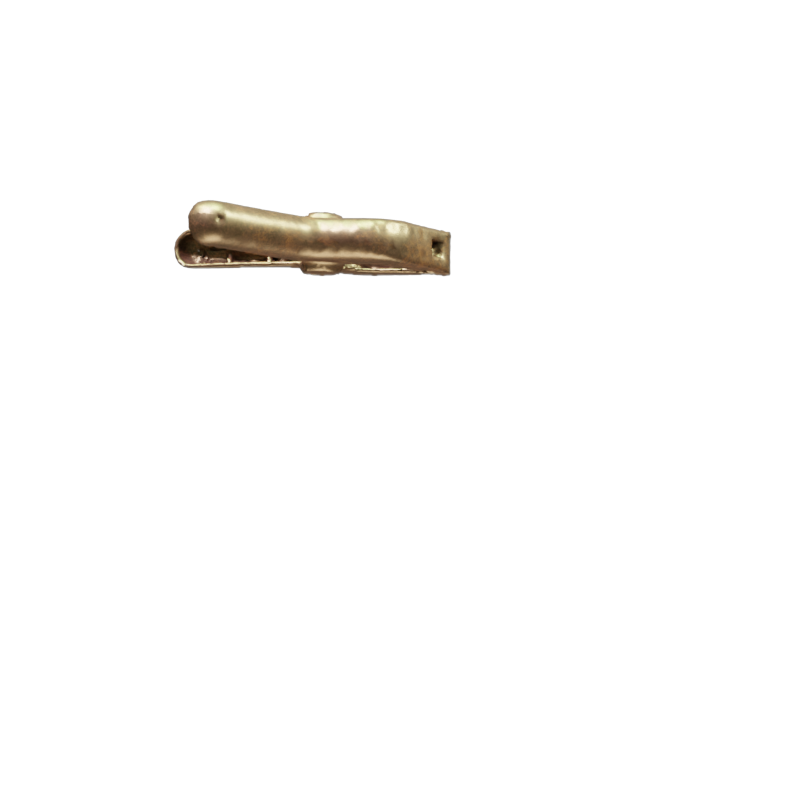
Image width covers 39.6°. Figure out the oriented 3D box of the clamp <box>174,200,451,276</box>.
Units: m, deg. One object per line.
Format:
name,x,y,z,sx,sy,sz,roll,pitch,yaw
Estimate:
clamp,-0.051,-0.093,0.653,0.171,0.039,0.121,0,4,-4
